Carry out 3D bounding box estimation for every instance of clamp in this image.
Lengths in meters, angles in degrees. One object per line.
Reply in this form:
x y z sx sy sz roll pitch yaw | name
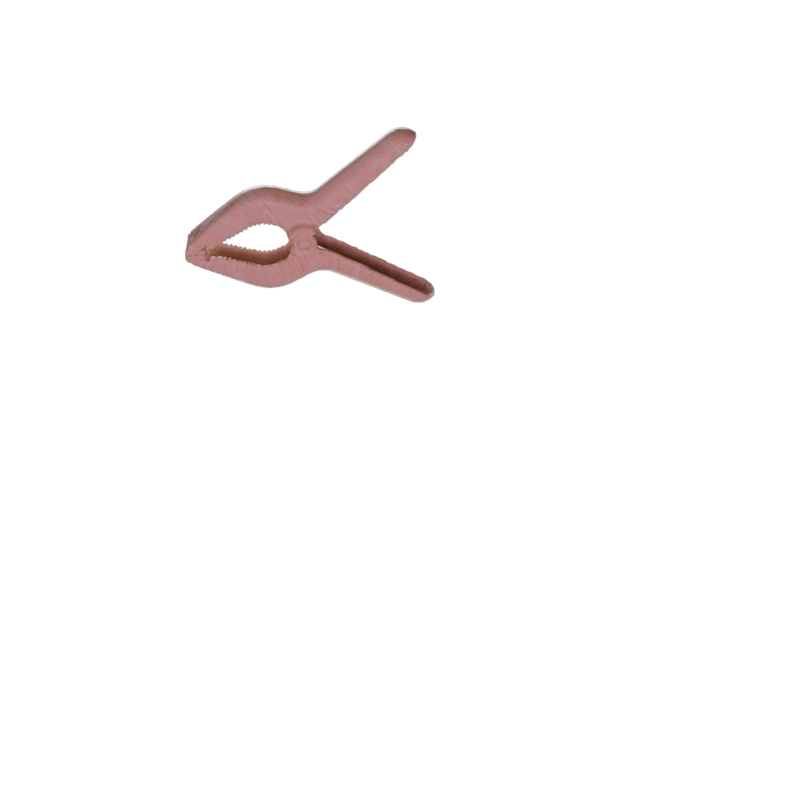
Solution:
-0.073 -0.132 0.927 0.211 0.153 0.039 -12 33 8 | clamp
